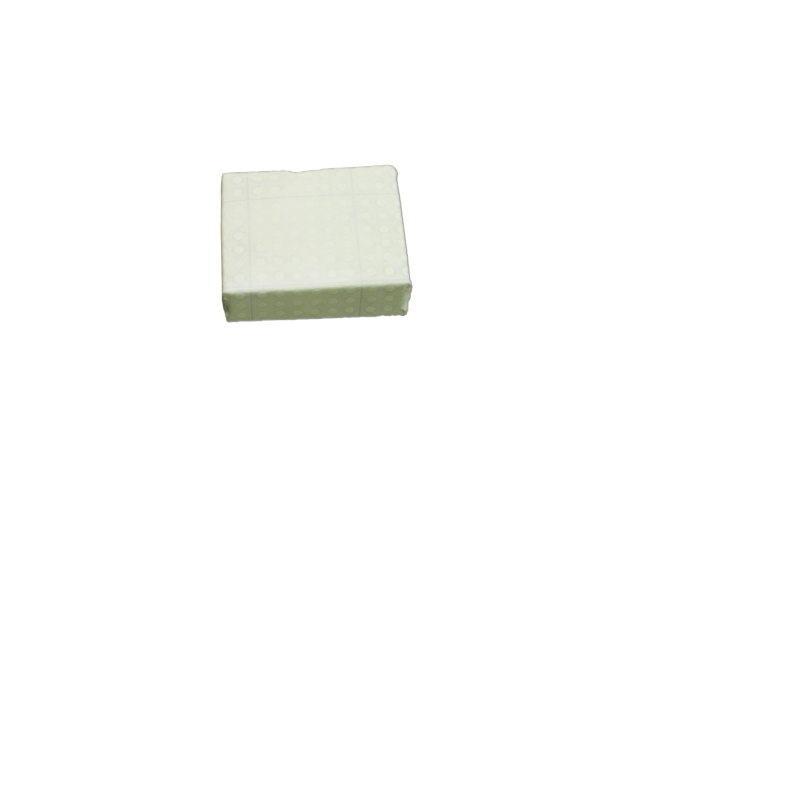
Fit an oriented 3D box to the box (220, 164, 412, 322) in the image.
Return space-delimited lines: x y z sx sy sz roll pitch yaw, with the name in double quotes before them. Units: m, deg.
"box" -0.042 -0.077 0.537 0.089 0.078 0.028 -3 -34 -3
